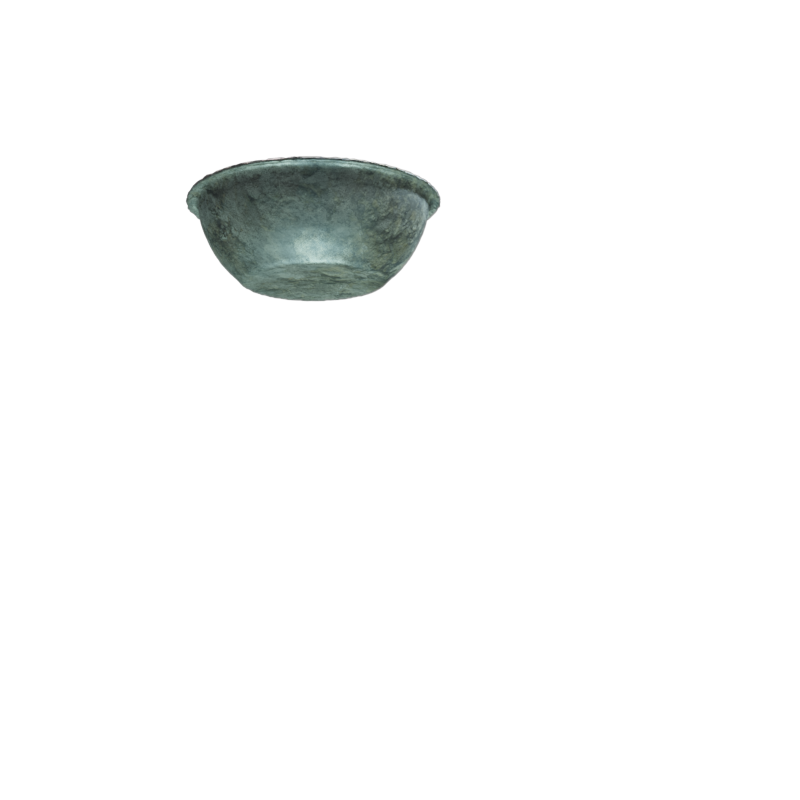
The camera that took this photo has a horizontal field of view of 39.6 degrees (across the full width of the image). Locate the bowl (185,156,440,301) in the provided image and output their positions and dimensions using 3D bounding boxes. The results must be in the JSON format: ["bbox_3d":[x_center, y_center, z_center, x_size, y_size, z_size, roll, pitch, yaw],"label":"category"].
[{"bbox_3d":[-0.055,-0.100,0.699,0.162,0.057,0.157,0,-11,-2],"label":"bowl"}]
